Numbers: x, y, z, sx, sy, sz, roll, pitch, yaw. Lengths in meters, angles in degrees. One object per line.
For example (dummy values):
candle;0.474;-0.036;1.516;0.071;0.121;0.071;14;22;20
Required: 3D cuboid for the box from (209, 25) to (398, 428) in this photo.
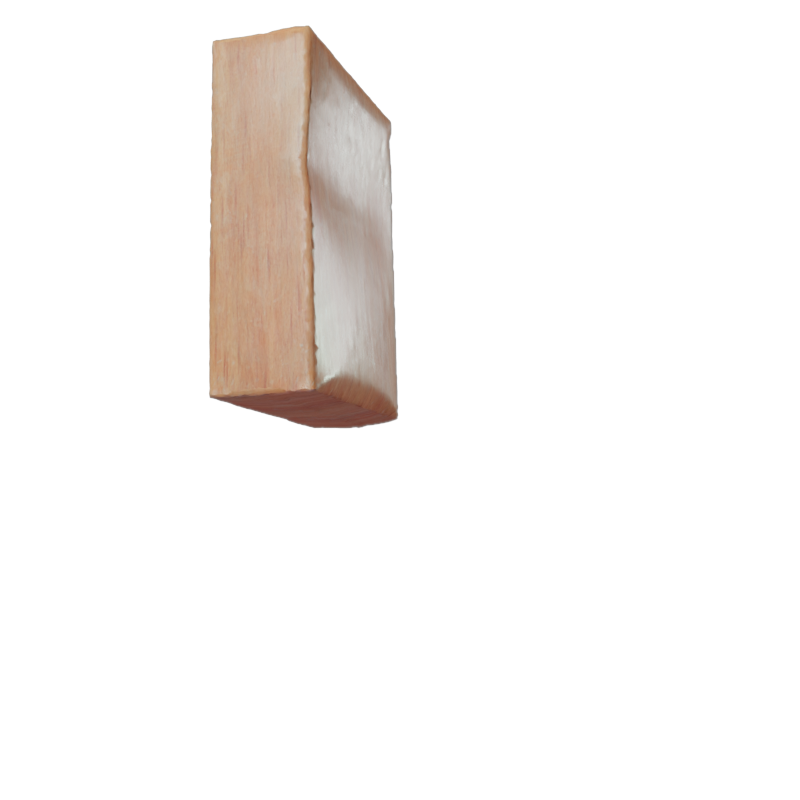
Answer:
box;-0.054;-0.098;0.685;0.073;0.221;0.156;-6;-14;17
